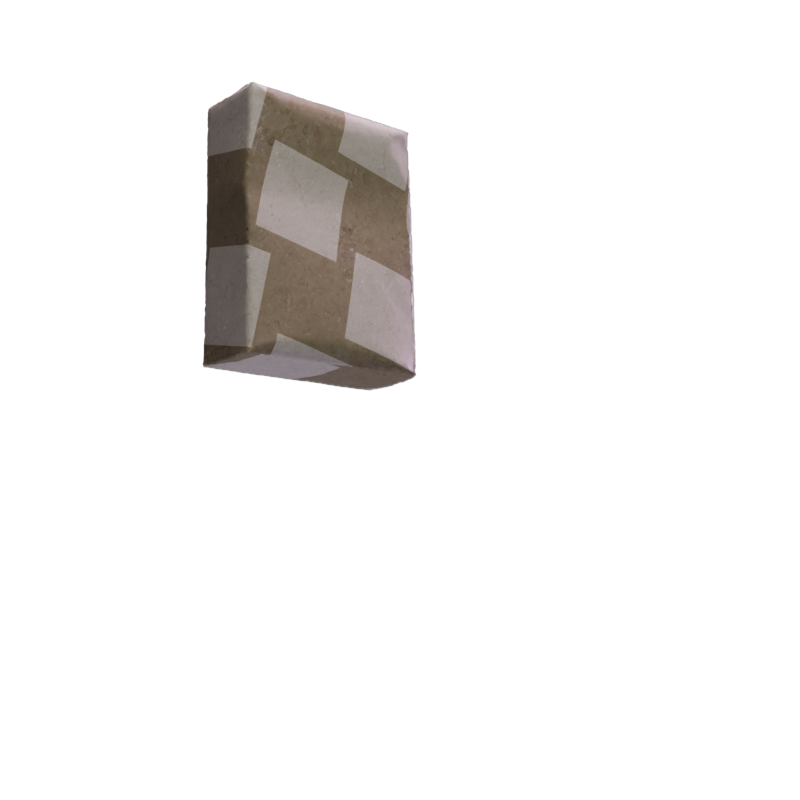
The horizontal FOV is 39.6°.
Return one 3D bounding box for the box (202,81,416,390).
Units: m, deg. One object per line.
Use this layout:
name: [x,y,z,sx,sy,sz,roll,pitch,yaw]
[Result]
box: [-0.068,-0.125,0.872,0.156,0.223,0.072,11,-21,-37]
